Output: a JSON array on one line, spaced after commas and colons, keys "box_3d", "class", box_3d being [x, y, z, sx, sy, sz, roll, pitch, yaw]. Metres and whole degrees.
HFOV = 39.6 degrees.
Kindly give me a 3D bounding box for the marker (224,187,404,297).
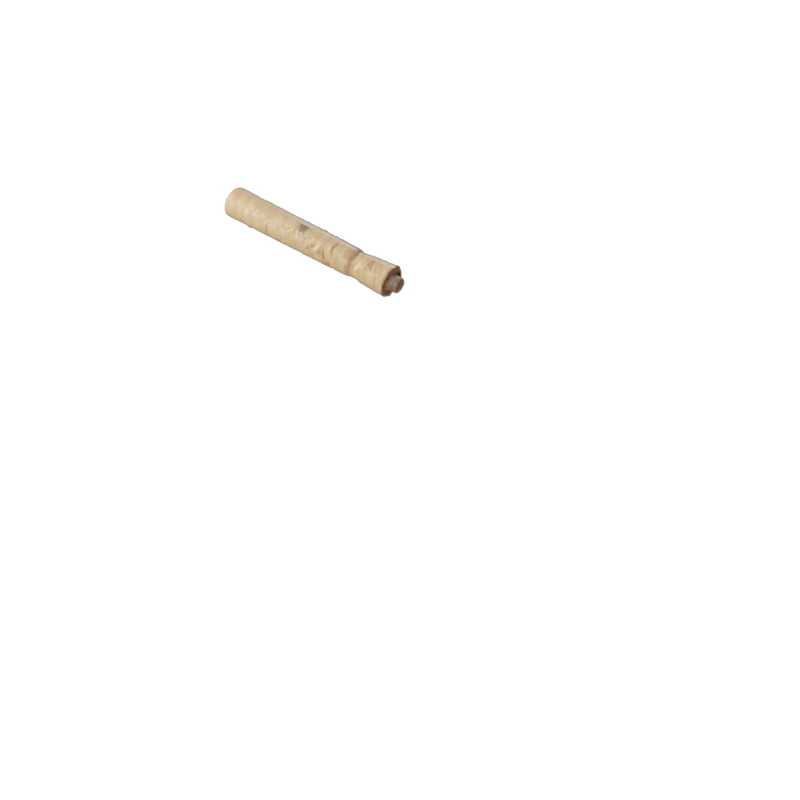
[{"box_3d": [-0.049, -0.090, 0.629, 0.128, 0.019, 0.019, 30, 18, 28], "class": "marker"}]
